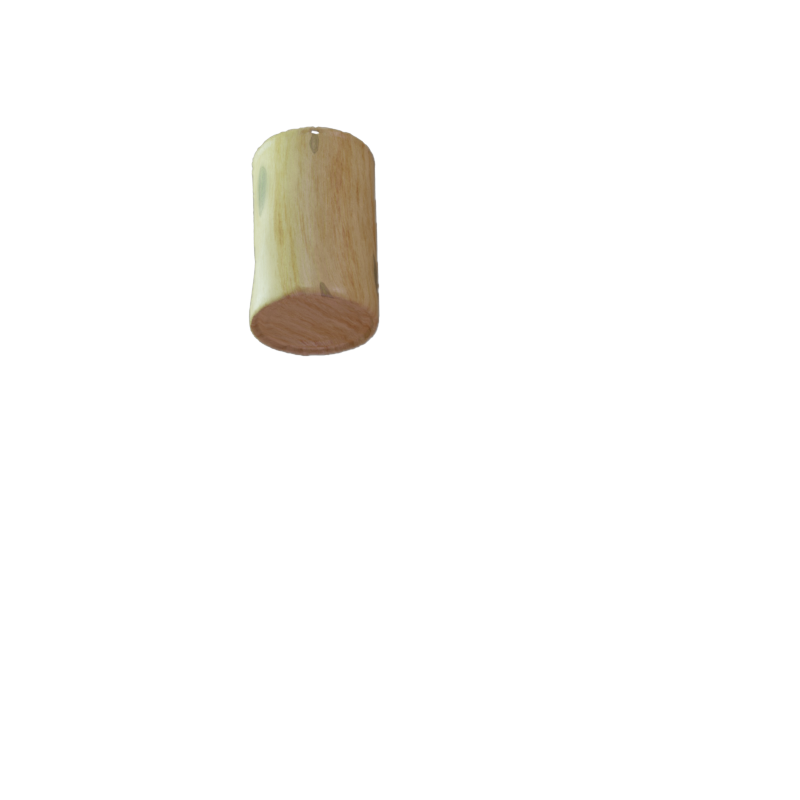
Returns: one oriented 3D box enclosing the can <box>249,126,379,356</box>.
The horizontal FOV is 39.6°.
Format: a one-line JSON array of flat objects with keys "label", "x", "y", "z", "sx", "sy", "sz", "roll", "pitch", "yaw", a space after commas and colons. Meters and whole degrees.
[{"label": "can", "x": -0.046, "y": -0.083, "z": 0.583, "sx": 0.068, "sy": 0.109, "sz": 0.064, "roll": 0, "pitch": -30, "yaw": -2}]
